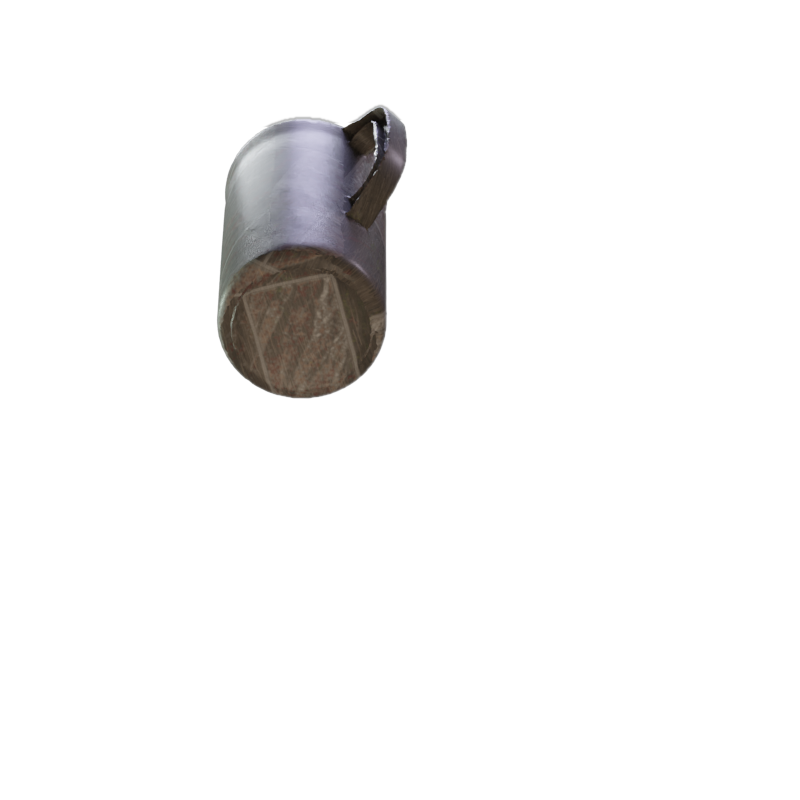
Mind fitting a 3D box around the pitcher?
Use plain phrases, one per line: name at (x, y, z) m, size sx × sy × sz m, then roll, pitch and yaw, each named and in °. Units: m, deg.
pitcher at (-0.063, -0.114, 0.798) m, size 0.145 × 0.141 × 0.257 m, roll -3°, pitch 29°, yaw -2°
